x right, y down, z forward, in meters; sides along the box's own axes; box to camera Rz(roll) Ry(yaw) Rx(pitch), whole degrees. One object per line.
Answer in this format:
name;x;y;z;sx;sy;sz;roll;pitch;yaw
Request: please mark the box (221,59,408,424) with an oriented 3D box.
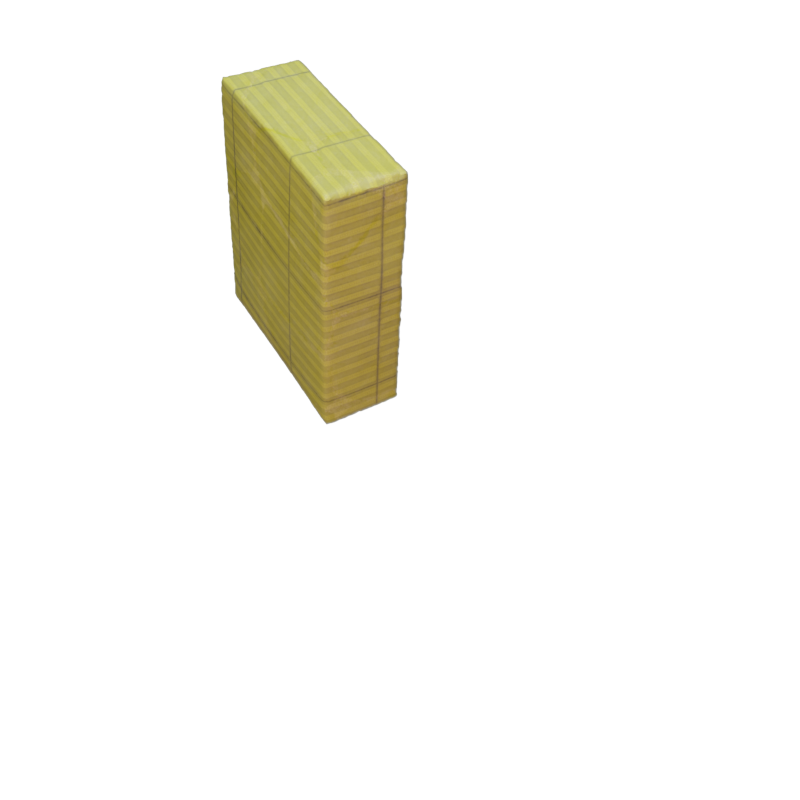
box;-0.064;-0.116;0.814;0.071;0.199;0.178;-19;48;-22
